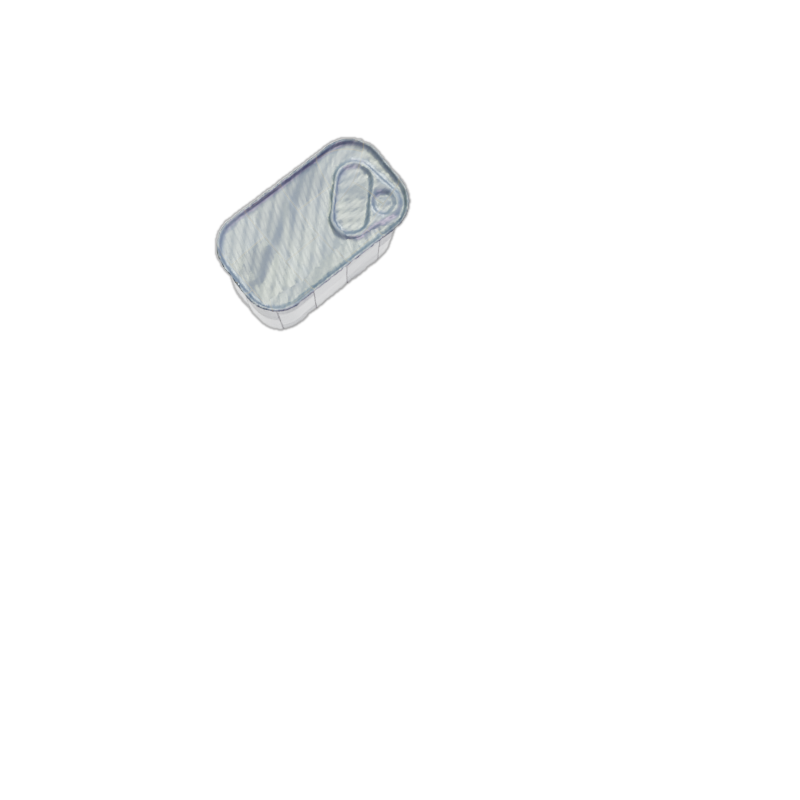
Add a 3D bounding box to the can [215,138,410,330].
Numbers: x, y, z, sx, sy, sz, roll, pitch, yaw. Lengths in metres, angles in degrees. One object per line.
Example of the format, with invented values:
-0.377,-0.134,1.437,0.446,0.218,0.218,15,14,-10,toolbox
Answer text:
-0.048,-0.087,0.611,0.102,0.059,0.082,-39,-5,-8,can
